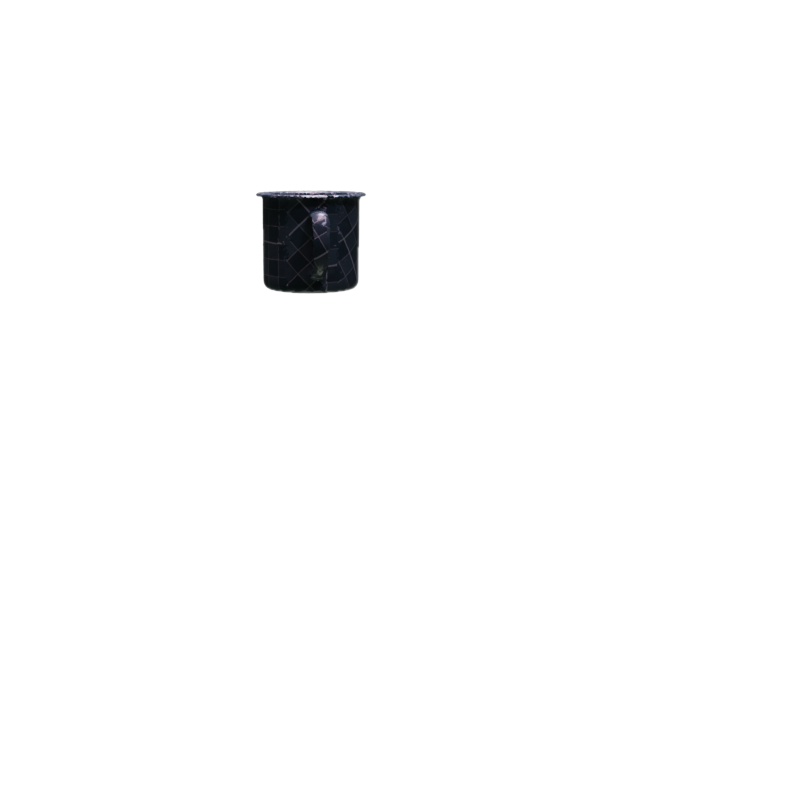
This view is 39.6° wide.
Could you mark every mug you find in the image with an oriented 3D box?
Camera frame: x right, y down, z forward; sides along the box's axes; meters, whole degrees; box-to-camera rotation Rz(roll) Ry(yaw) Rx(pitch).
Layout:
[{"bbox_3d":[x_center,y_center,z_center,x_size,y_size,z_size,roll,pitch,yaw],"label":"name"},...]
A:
[{"bbox_3d":[-0.073,-0.133,0.931,0.092,0.080,0.121,-2,11,-13],"label":"mug"}]
